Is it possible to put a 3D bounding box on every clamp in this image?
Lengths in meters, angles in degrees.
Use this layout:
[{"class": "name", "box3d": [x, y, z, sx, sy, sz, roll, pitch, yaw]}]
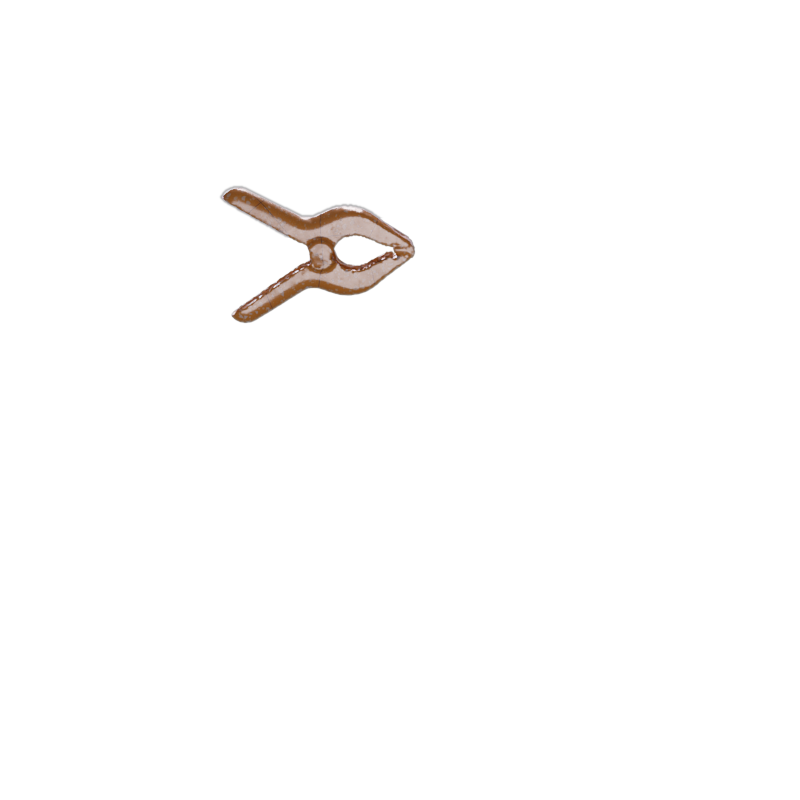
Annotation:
[{"class": "clamp", "box3d": [-0.076, -0.138, 0.968, 0.172, 0.115, 0.041, -11, 19, 4]}]
